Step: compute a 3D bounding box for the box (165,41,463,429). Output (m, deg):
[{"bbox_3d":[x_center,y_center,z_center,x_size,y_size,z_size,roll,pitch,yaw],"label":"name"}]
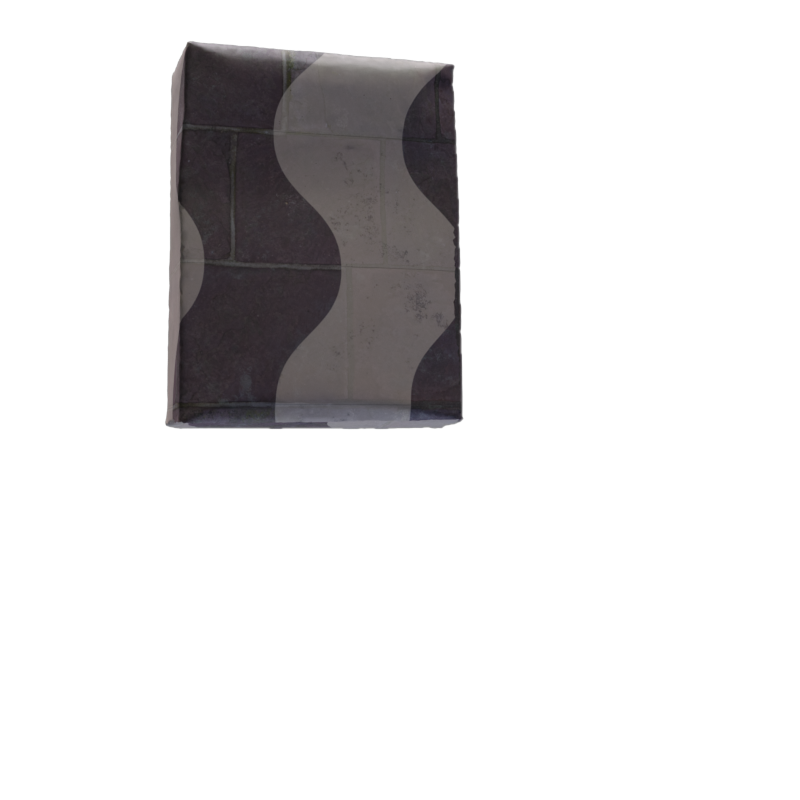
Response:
[{"bbox_3d":[-0.050,-0.092,0.642,0.161,0.219,0.072,1,-9,-15],"label":"box"}]
